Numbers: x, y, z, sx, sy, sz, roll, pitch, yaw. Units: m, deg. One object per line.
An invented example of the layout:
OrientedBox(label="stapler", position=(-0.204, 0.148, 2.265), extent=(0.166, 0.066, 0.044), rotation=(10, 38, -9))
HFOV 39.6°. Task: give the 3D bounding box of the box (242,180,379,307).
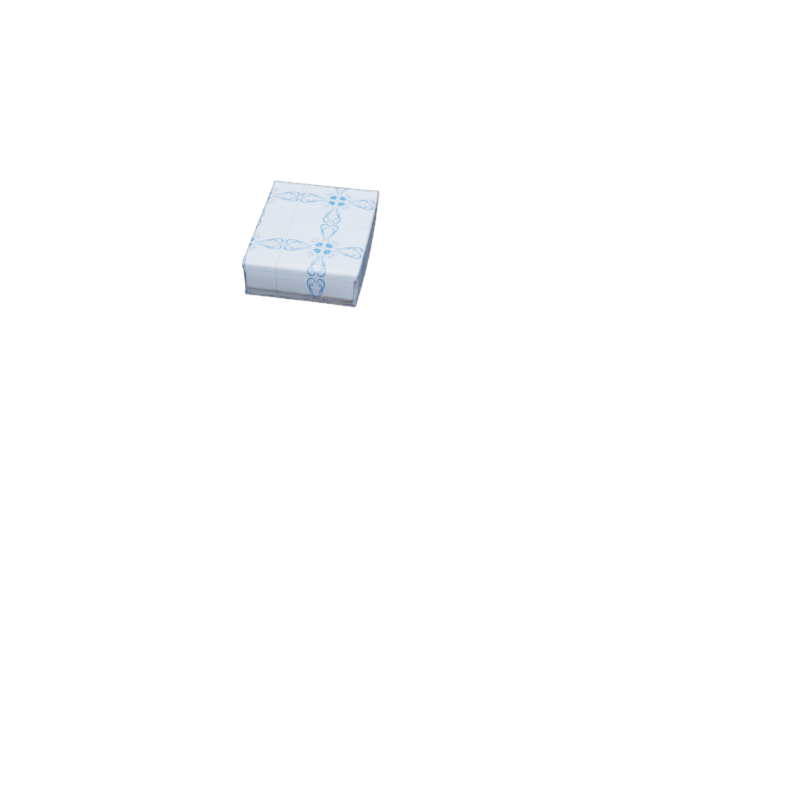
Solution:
OrientedBox(label="box", position=(-0.069, -0.126, 0.883), extent=(0.091, 0.036, 0.120), rotation=(6, 42, 6))
